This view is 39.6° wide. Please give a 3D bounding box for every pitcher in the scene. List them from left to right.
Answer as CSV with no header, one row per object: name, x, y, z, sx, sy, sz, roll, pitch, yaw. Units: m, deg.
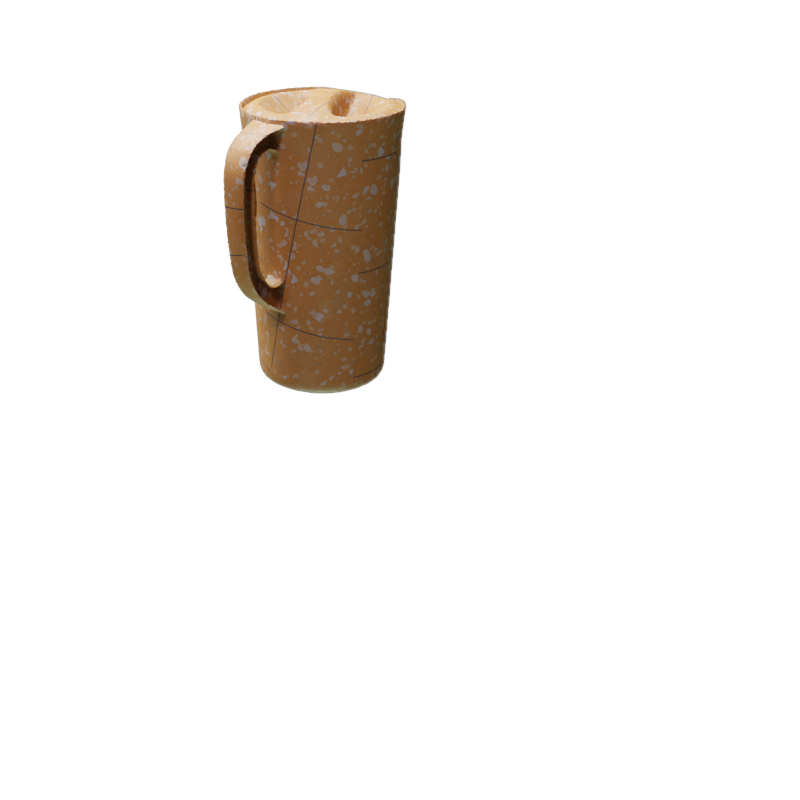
pitcher,-0.071,-0.130,0.913,0.148,0.232,0.153,-2,22,-9
